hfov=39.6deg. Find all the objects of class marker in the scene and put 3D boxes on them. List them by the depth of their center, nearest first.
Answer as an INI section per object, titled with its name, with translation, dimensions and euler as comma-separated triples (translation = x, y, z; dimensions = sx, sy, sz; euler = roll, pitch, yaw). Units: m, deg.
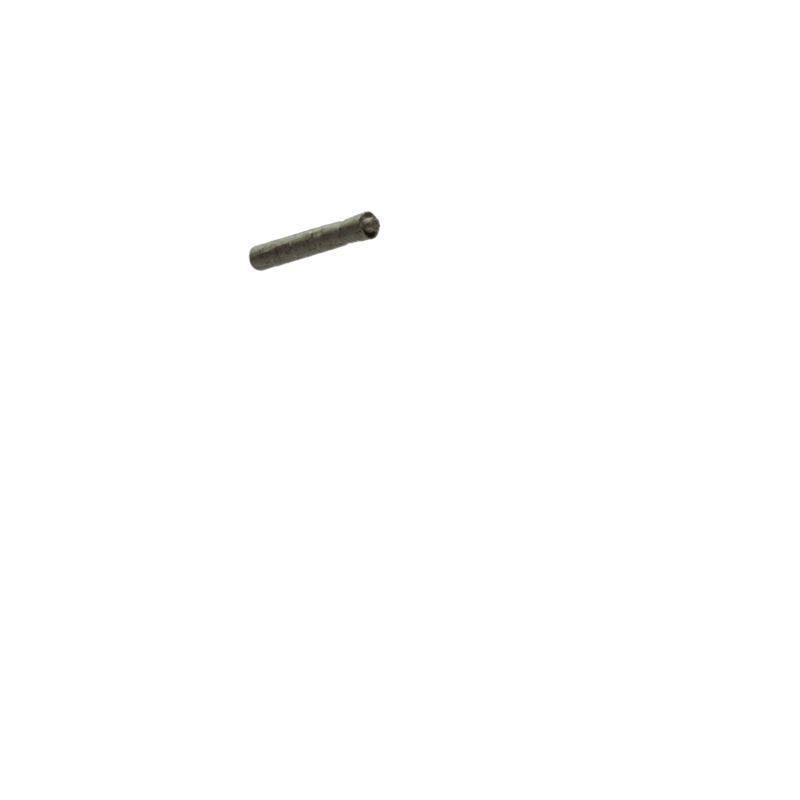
[marker]
translation = -0.059, -0.108, 0.757
dimensions = 0.019, 0.020, 0.124
euler = -4, -3, -45
